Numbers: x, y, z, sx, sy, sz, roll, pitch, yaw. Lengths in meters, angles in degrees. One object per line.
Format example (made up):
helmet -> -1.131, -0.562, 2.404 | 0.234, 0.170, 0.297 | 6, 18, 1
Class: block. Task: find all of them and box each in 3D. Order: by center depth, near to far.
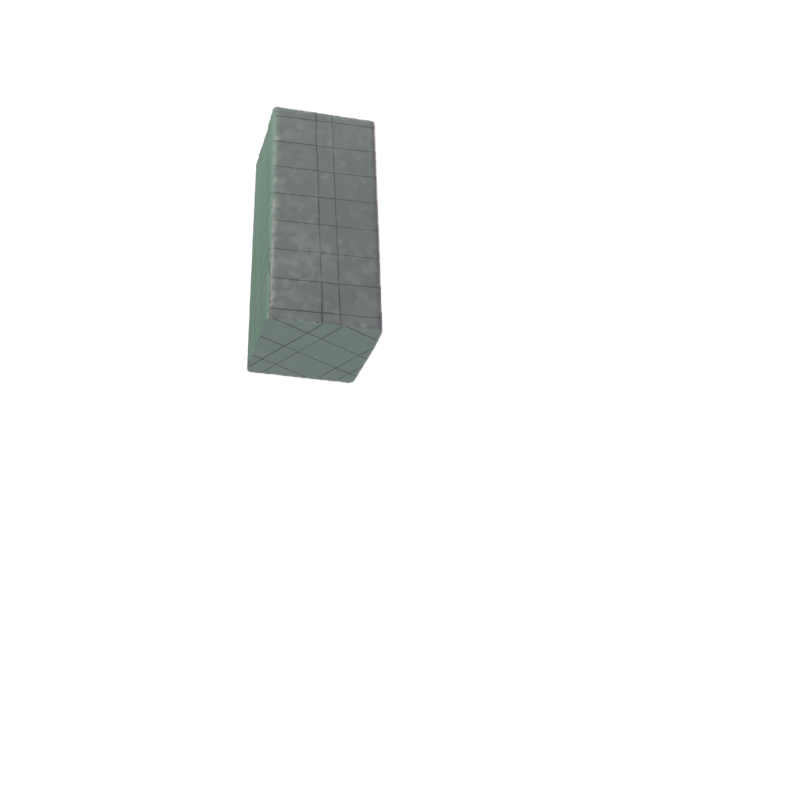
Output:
block -> -0.071, -0.130, 0.910 | 0.089, 0.220, 0.086 | 6, -33, -14
